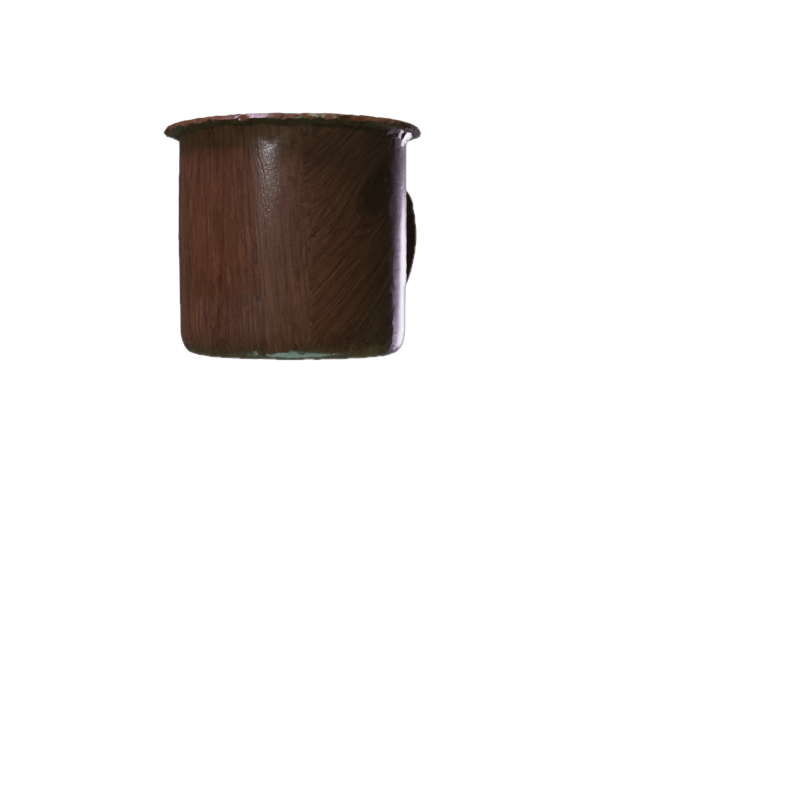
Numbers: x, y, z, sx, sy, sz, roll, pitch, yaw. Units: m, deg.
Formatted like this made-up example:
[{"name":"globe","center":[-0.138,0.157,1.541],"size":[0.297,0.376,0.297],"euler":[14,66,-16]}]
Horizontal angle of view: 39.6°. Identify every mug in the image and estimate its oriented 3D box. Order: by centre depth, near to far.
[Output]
[{"name":"mug","center":[-0.032,-0.059,0.413],"size":[0.097,0.081,0.113],"euler":[2,4,35]}]
